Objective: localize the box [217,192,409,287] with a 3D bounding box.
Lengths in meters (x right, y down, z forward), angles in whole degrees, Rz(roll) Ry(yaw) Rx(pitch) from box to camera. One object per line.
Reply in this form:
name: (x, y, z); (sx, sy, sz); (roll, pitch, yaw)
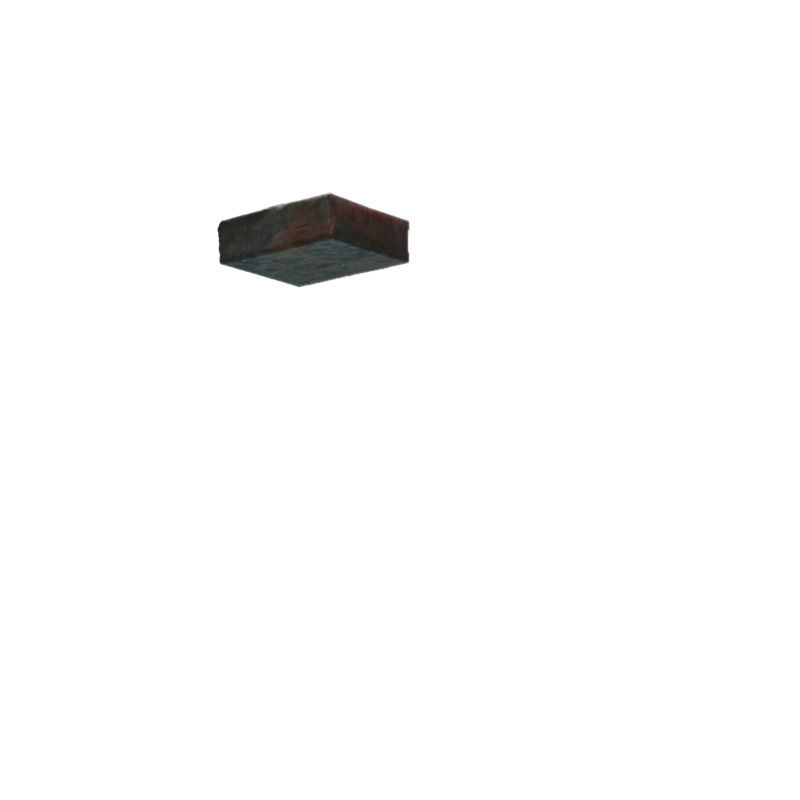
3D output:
box: (-0.051, -0.093, 0.649); (0.091, 0.031, 0.069); (-7, -11, 38)
